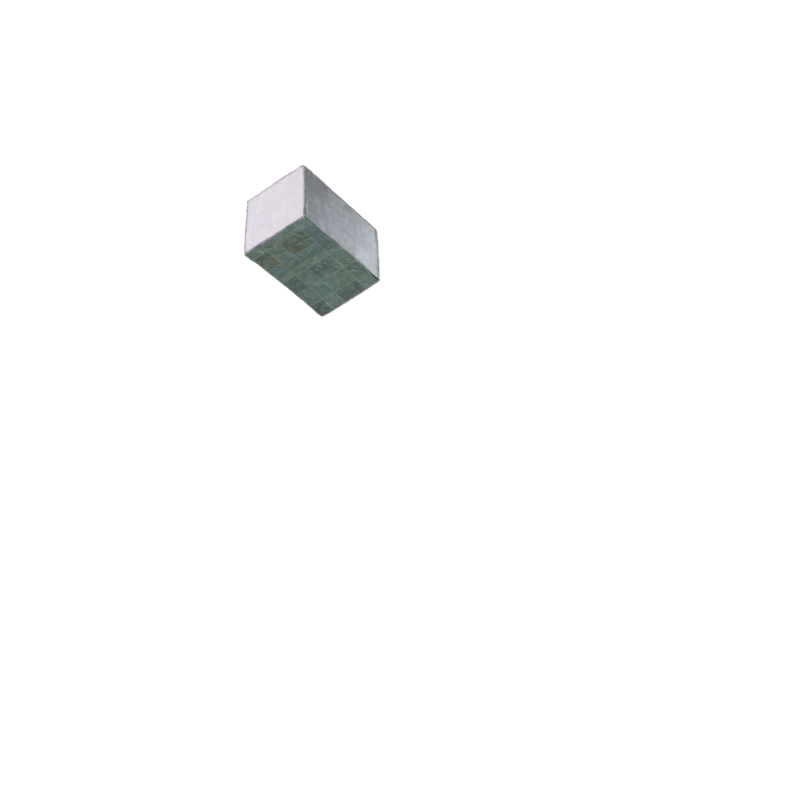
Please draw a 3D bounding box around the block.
[{"bbox_3d":[-0.057,-0.103,0.725,0.053,0.055,0.073,-30,-50,26],"label":"block"}]
